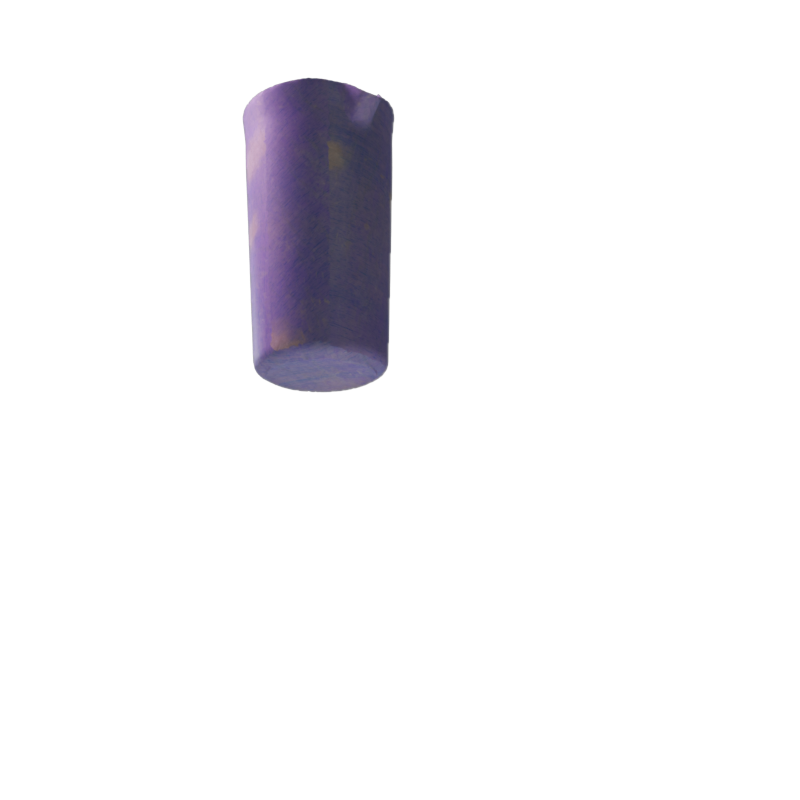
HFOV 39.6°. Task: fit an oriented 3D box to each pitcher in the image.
[{"bbox_3d":[-0.073,-0.133,0.935,0.146,0.256,0.140,-5,-22,8],"label":"pitcher"}]
